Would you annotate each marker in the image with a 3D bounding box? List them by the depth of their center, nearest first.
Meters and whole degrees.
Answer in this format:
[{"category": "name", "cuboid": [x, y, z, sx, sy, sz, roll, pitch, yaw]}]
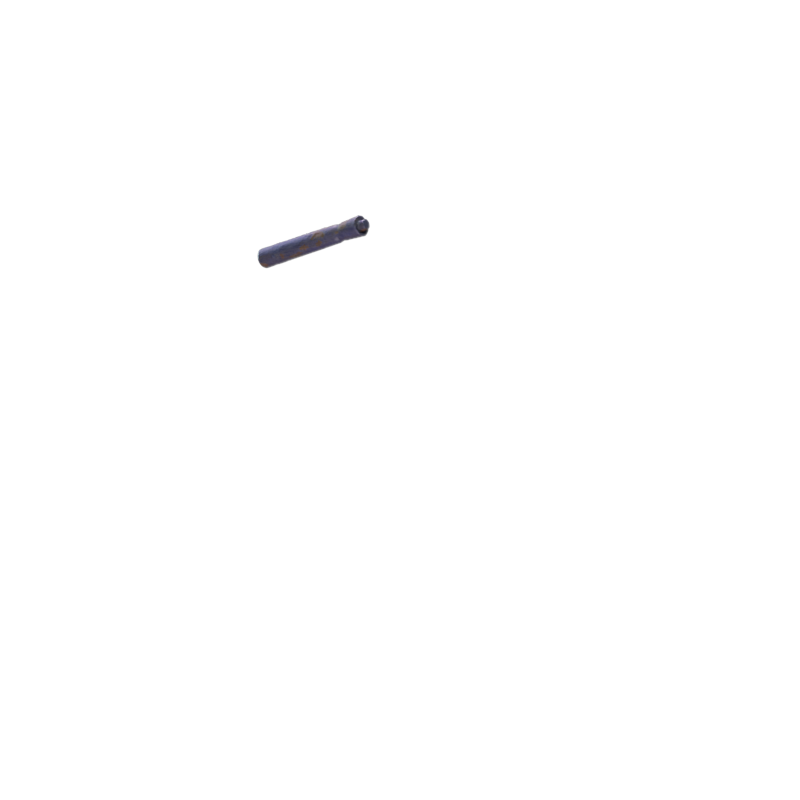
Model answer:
[{"category": "marker", "cuboid": [-0.077, -0.140, 0.979, 0.123, 0.020, 0.019, -12, -4, 37]}]
